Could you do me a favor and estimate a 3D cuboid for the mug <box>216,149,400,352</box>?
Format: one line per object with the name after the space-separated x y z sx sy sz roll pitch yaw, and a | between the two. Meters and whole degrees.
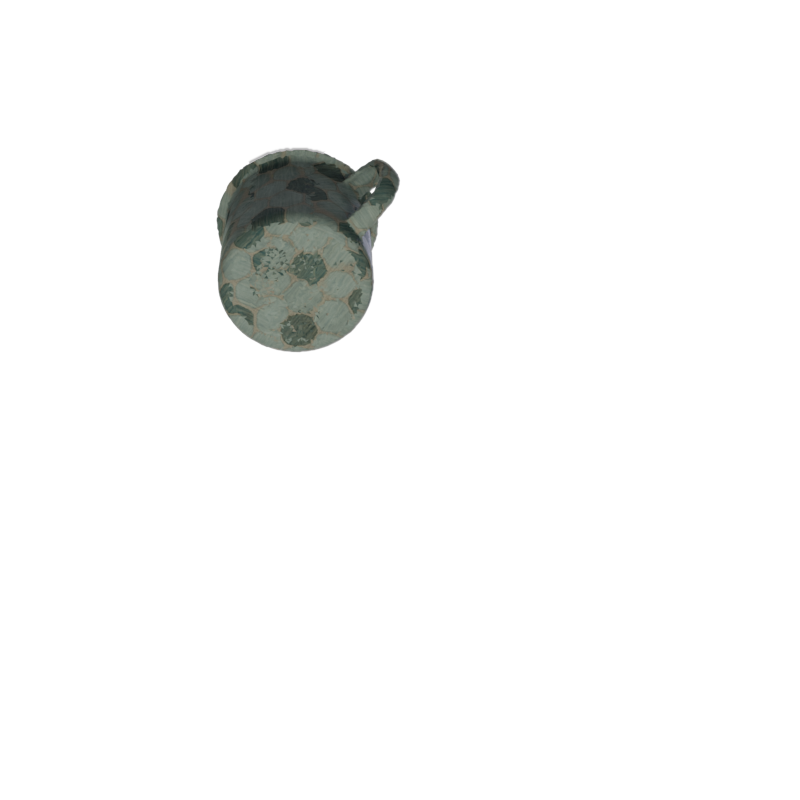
-0.047 -0.086 0.602 0.116 0.088 0.087 -35 25 17 | mug
